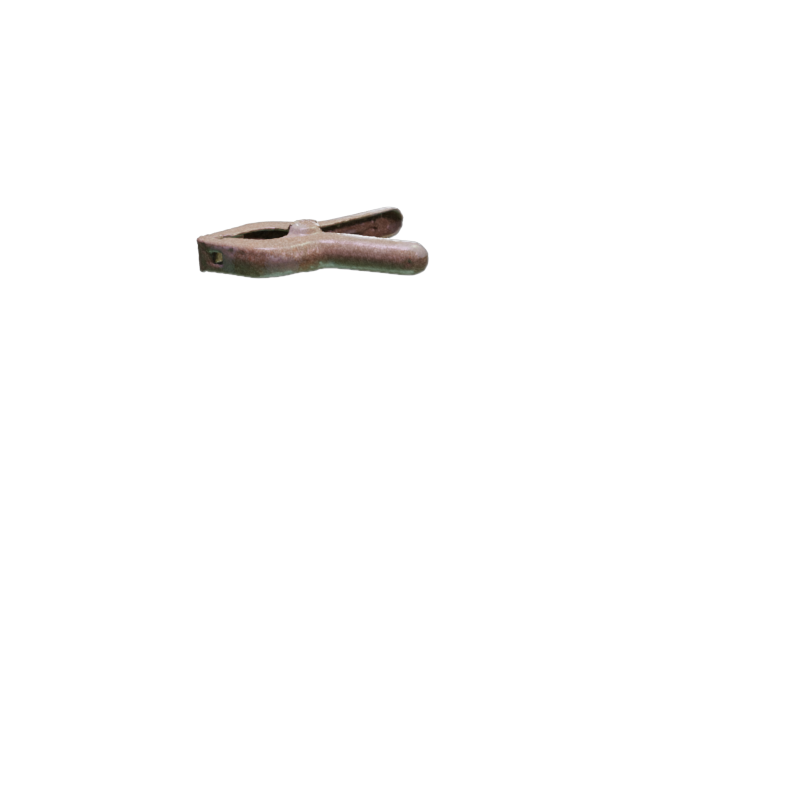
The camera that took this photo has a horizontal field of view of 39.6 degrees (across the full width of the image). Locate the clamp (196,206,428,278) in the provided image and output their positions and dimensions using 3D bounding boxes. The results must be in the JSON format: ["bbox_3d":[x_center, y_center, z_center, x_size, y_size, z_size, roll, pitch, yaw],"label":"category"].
[{"bbox_3d":[-0.066,-0.121,0.849,0.172,0.038,0.124,1,18,2],"label":"clamp"}]
